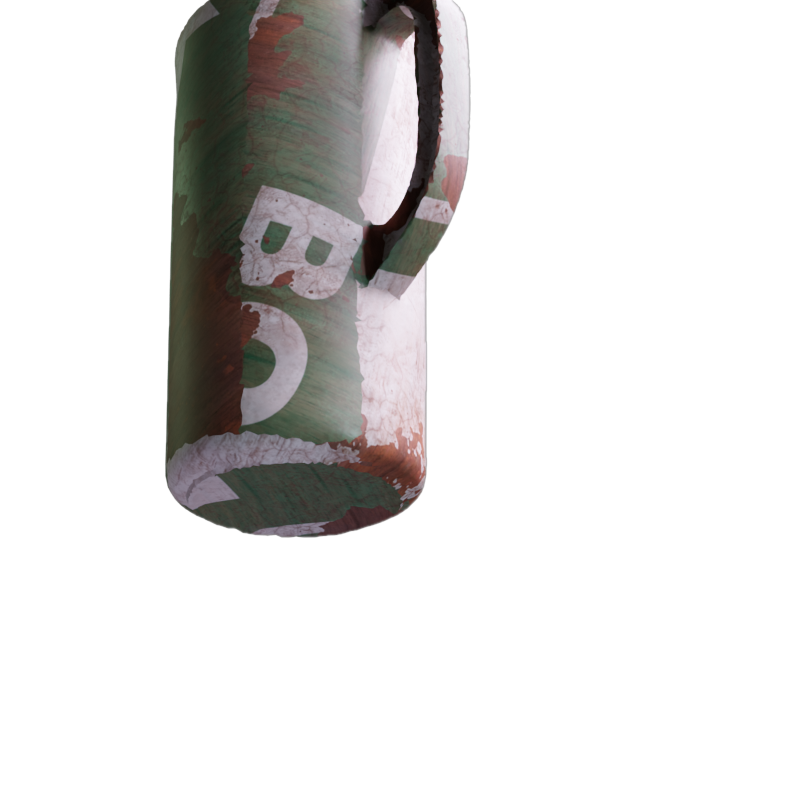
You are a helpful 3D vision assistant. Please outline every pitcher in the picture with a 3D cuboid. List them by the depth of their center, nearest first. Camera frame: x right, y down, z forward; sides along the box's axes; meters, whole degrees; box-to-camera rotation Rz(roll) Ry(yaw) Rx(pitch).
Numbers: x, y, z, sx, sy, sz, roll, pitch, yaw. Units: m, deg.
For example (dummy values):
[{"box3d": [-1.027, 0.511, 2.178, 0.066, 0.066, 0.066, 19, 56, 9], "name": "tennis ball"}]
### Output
[{"box3d": [-0.040, -0.073, 0.510, 0.145, 0.259, 0.140, -2, -30, 1], "name": "pitcher"}]
